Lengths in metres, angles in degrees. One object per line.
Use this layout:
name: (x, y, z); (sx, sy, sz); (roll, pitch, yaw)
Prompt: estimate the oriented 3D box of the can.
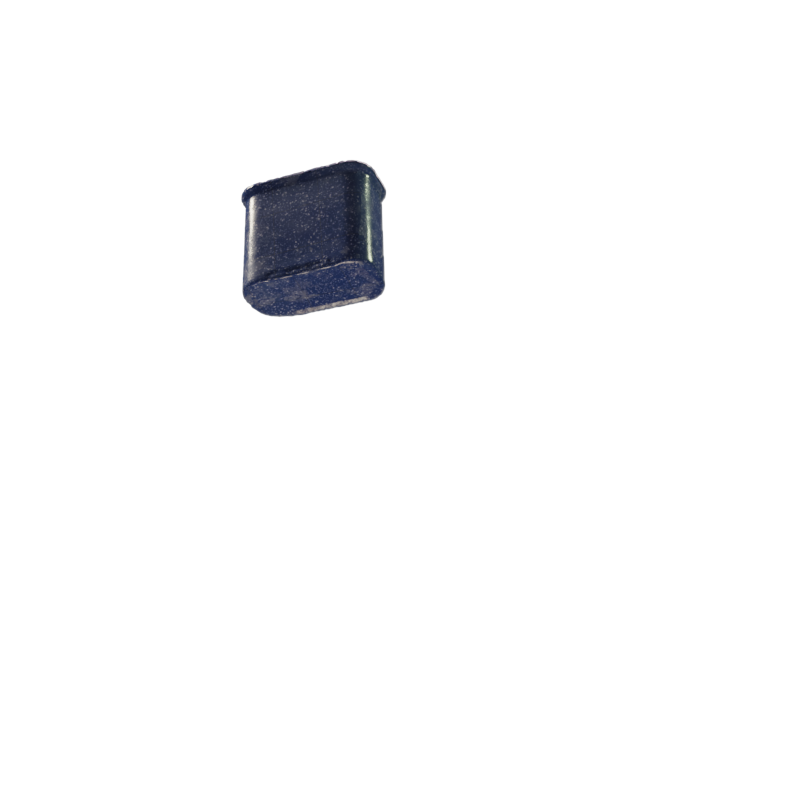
can: (-0.061, -0.111, 0.775); (0.103, 0.089, 0.053); (-12, -33, 17)
